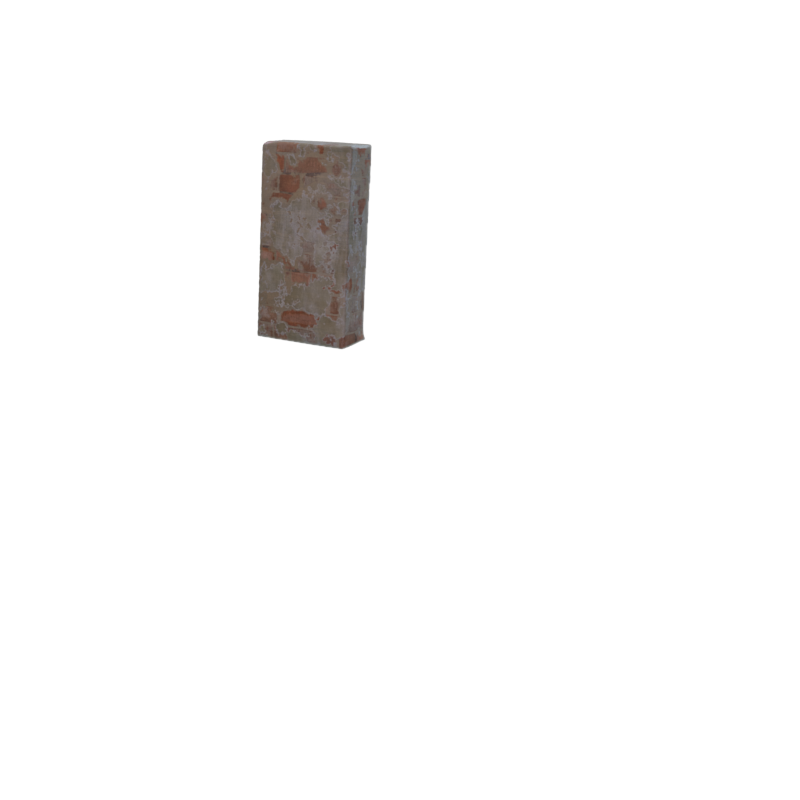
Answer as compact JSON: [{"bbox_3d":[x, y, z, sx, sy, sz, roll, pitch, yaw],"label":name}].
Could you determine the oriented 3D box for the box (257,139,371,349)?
[{"bbox_3d":[-0.077,-0.140,0.977,0.097,0.172,0.047,7,11,29],"label":"box"}]
